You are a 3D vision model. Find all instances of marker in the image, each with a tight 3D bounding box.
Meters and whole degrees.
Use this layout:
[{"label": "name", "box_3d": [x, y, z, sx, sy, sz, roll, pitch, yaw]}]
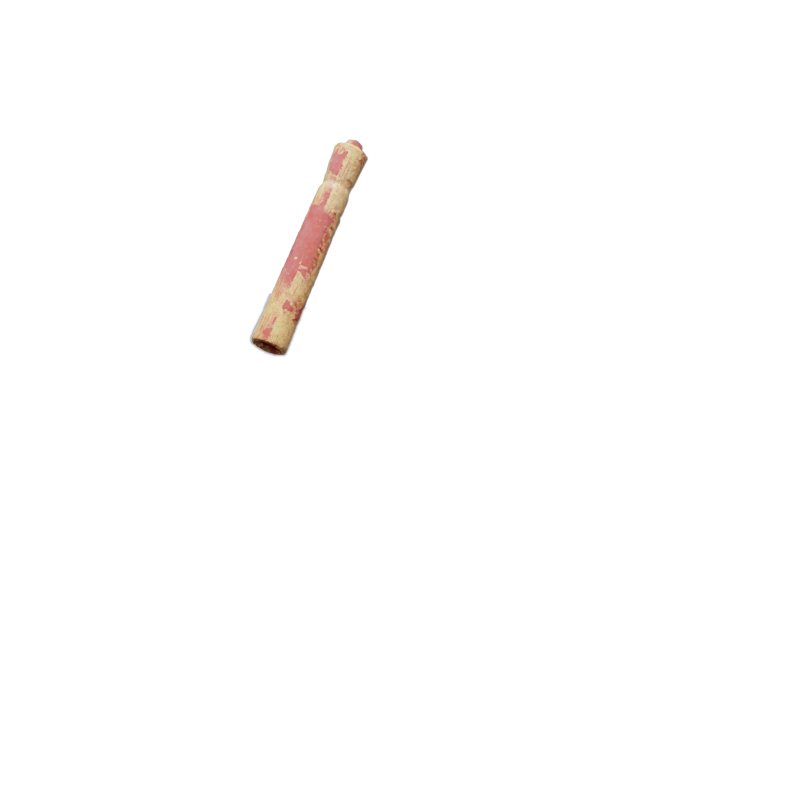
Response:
[{"label": "marker", "box_3d": [-0.044, -0.080, 0.561, 0.020, 0.125, 0.019, 19, -21, 5]}]
